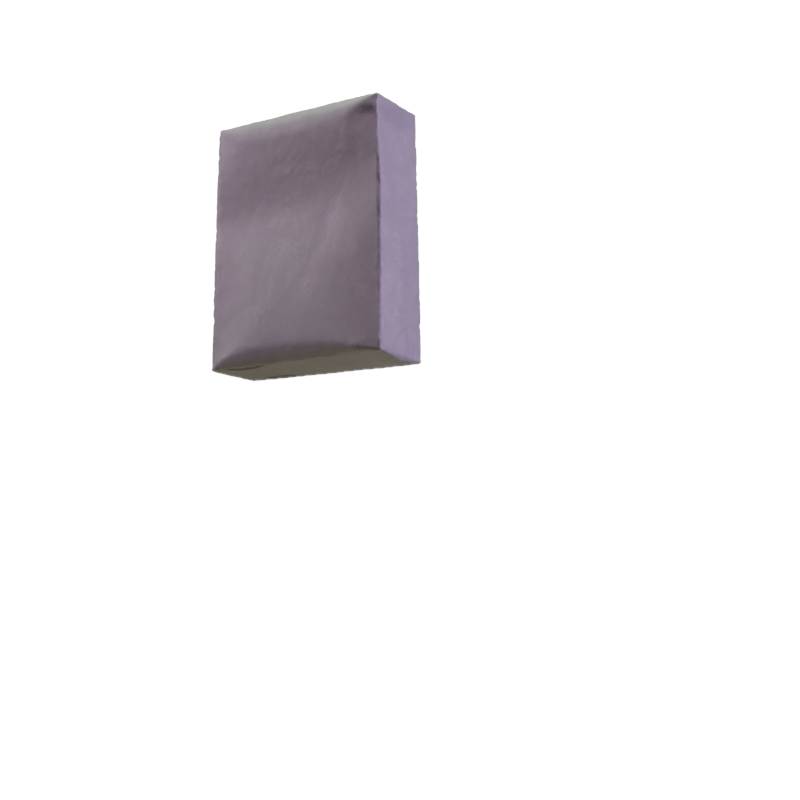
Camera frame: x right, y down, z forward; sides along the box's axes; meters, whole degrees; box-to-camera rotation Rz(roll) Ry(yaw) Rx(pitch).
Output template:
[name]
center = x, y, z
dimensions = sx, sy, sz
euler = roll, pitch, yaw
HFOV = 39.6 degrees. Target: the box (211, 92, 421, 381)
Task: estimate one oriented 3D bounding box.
[box]
center = -0.072, -0.131, 0.915
dimensions = 0.168, 0.221, 0.068
euler = -8, -16, 30
